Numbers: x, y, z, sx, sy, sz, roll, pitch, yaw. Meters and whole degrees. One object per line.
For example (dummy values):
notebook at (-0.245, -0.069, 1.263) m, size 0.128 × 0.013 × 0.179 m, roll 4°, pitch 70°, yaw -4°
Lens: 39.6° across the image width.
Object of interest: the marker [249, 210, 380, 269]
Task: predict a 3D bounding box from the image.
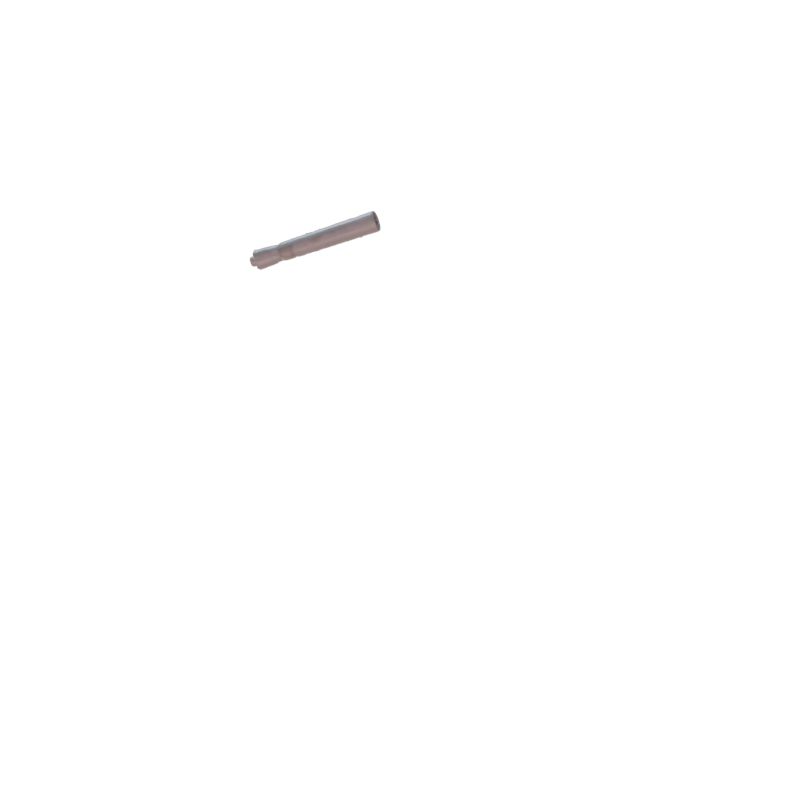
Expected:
marker at (-0.077, -0.140, 0.980) m, size 0.122 × 0.020 × 0.019 m, roll -16°, pitch 0°, yaw 15°
